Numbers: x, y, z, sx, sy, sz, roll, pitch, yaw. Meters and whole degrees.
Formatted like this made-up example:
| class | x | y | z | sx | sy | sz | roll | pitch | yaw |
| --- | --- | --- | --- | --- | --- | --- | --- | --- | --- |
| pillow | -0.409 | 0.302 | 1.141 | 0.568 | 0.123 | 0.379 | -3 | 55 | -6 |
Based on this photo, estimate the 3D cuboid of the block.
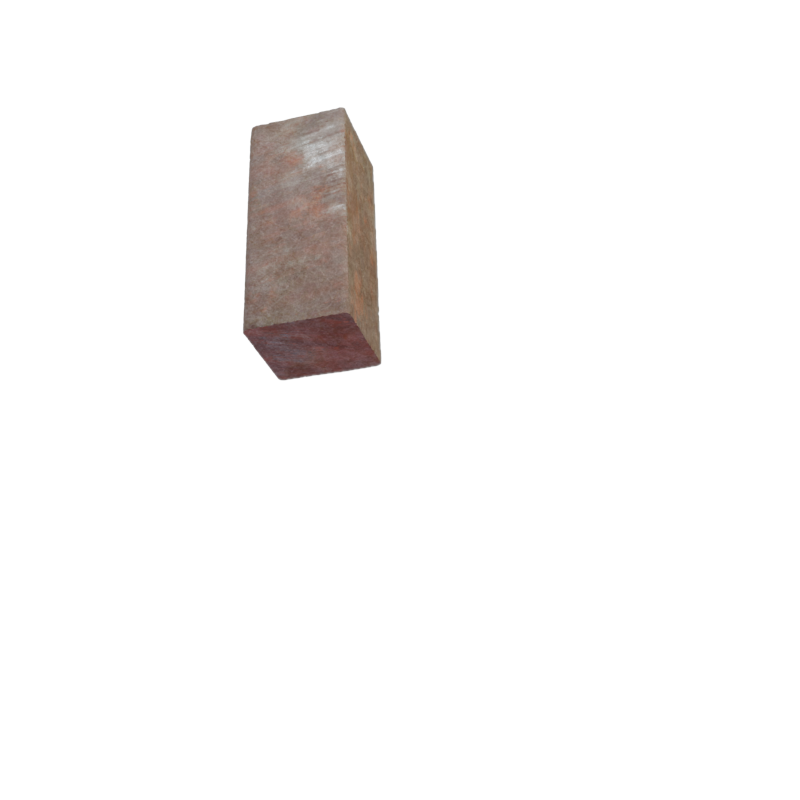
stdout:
| class | x | y | z | sx | sy | sz | roll | pitch | yaw |
| --- | --- | --- | --- | --- | --- | --- | --- | --- | --- |
| block | -0.074 | -0.133 | 0.934 | 0.091 | 0.220 | 0.084 | -11 | -33 | 13 |
